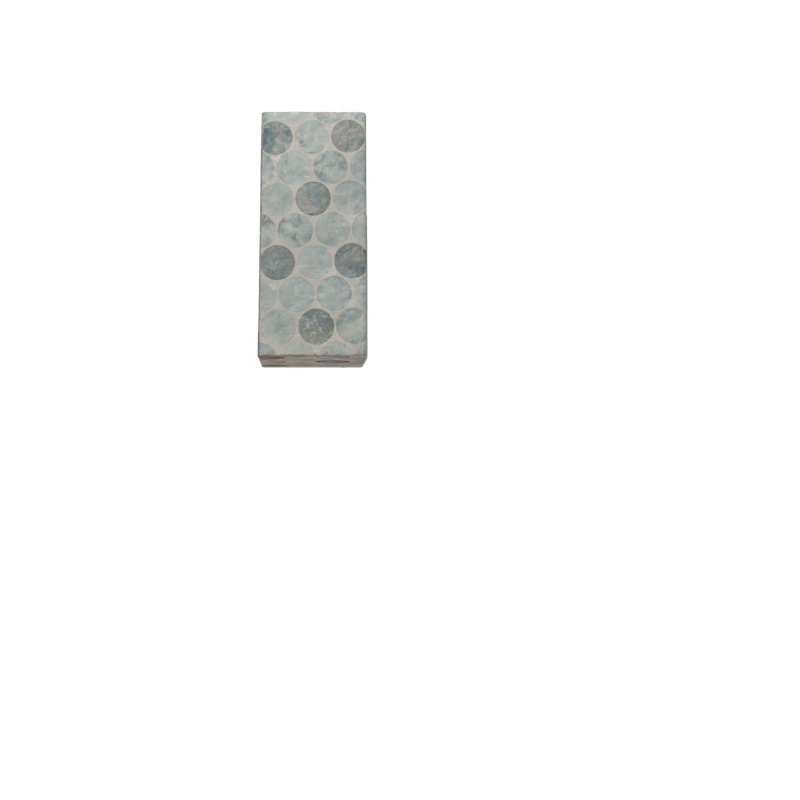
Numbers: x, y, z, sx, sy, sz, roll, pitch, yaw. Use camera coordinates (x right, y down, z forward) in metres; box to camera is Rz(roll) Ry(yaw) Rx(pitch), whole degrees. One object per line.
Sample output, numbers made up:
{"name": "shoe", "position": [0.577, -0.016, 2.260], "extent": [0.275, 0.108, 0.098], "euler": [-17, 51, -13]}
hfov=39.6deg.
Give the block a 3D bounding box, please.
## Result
{"name": "block", "position": [-0.074, -0.136, 0.952], "extent": [0.090, 0.213, 0.088], "euler": [0, -12, -2]}
